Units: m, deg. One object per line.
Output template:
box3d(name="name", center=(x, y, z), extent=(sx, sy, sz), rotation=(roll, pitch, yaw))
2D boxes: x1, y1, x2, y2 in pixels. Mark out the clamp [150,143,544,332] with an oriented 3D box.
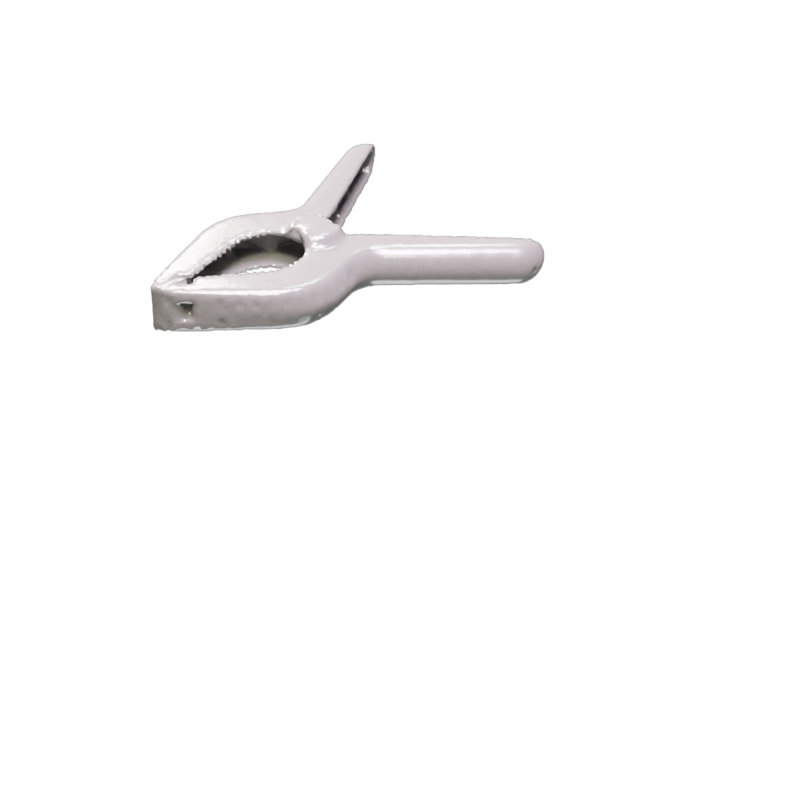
box3d(name="clamp", center=(-0.049, -0.090, 0.628), extent=(0.207, 0.034, 0.178), rotation=(-19, 40, -24))
